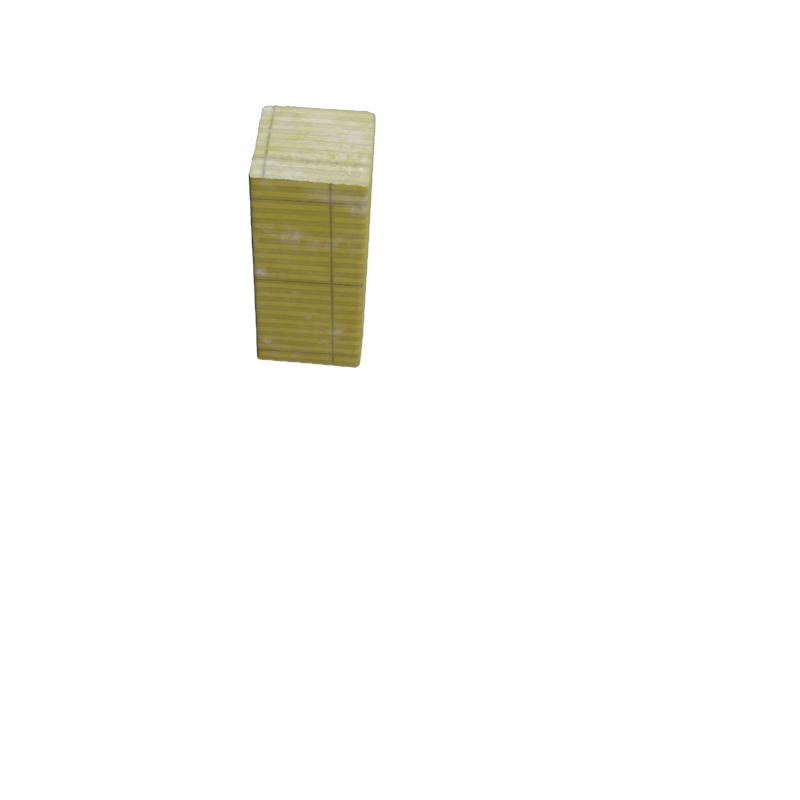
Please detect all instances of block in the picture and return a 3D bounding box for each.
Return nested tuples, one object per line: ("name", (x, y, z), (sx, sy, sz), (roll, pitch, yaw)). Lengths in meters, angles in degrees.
("block", (-0.070, -0.129, 0.903), (0.091, 0.096, 0.192), (5, -42, 0))
